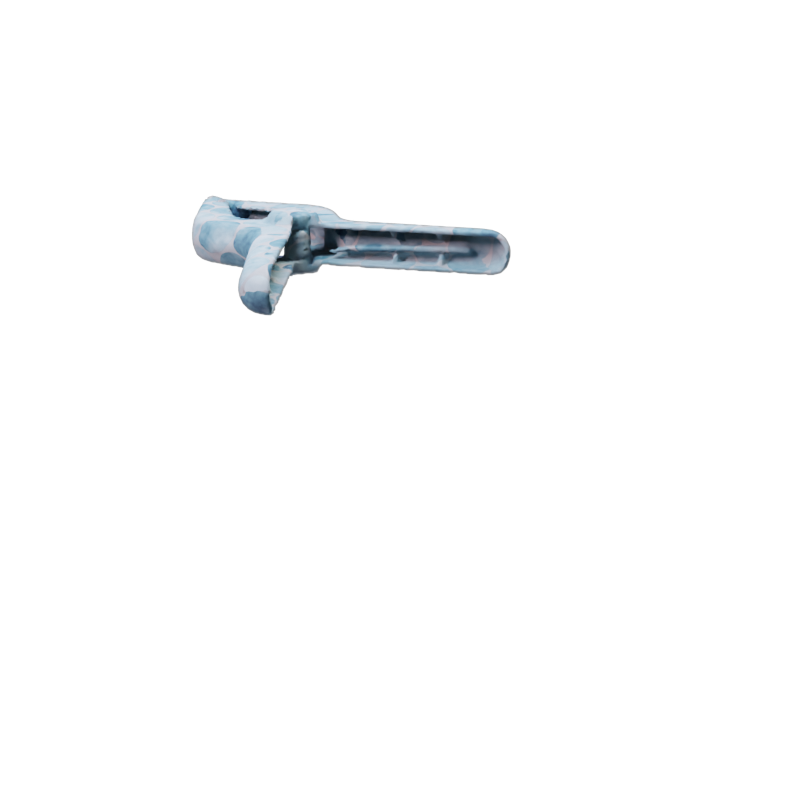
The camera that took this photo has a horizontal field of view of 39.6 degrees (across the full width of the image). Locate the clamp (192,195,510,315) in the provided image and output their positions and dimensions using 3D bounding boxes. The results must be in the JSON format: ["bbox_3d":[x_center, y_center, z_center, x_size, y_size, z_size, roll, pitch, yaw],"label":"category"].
[{"bbox_3d":[-0.051,-0.093,0.650,0.161,0.035,0.222,-9,21,-26],"label":"clamp"}]
